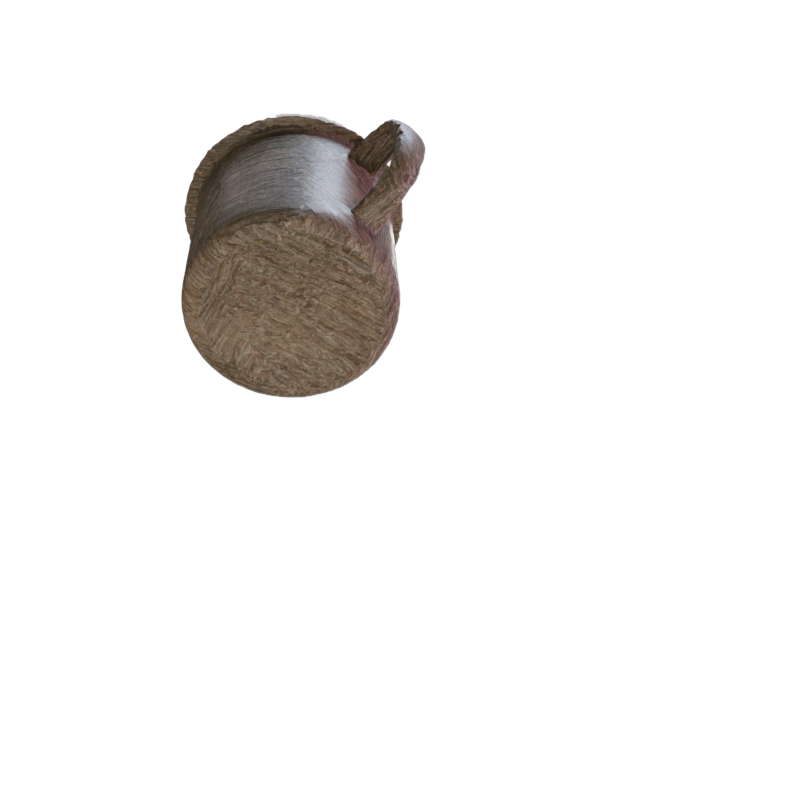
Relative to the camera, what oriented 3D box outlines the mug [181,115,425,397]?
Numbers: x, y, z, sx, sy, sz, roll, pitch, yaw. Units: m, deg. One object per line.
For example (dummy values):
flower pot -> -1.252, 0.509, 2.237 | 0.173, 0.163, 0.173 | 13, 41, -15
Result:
mug -> -0.034, -0.062, 0.436 | 0.116, 0.089, 0.087 | -40, 25, 20
